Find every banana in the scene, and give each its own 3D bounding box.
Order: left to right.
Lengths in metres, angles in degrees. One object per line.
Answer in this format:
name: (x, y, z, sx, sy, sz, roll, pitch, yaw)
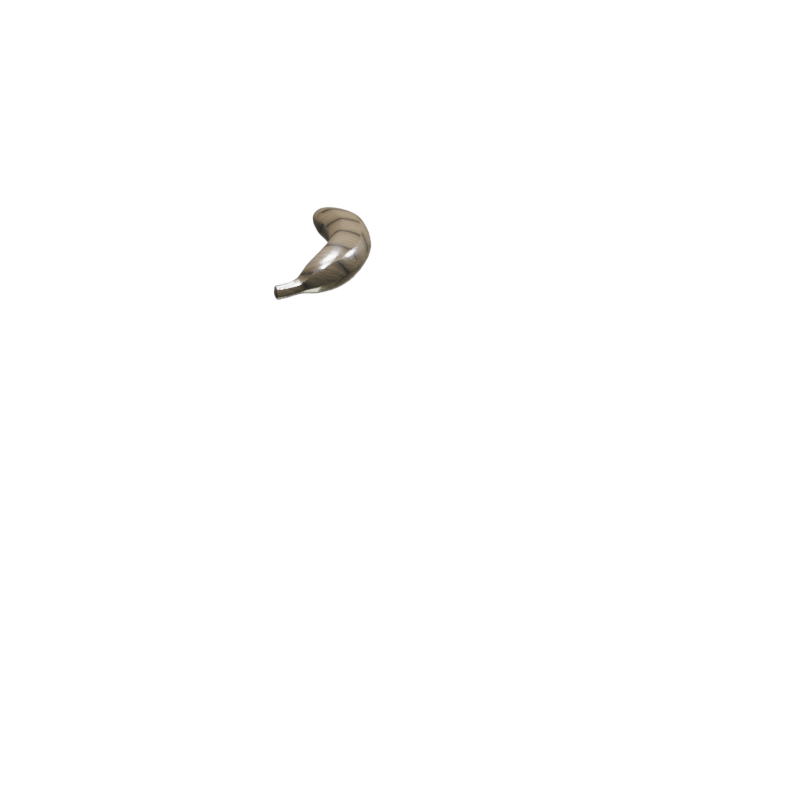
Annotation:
banana: (-0.059, -0.138, 0.981, 0.070, 0.035, 0.205, 3, 26, 6)
